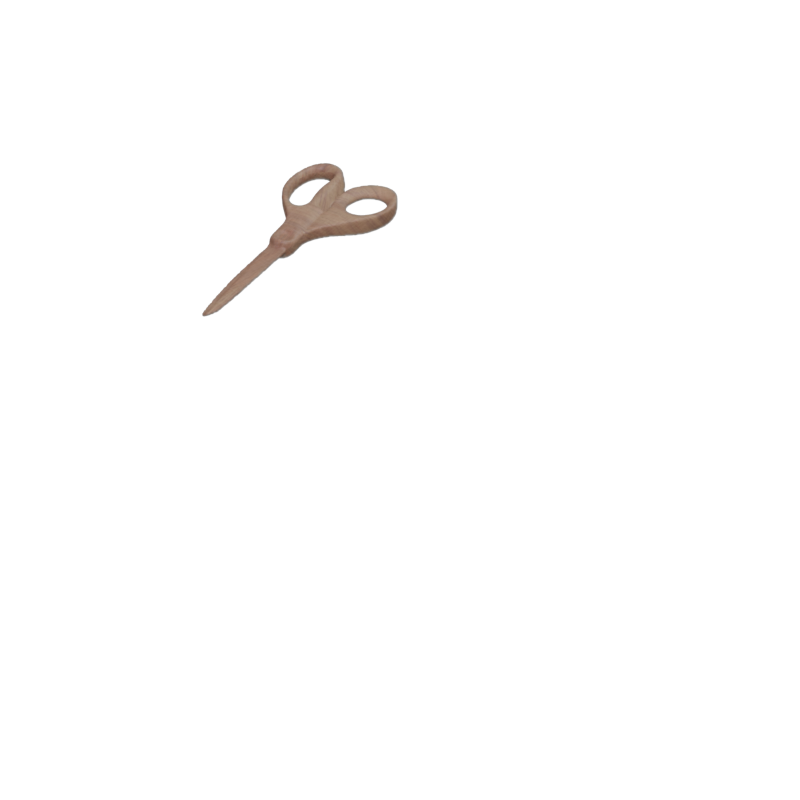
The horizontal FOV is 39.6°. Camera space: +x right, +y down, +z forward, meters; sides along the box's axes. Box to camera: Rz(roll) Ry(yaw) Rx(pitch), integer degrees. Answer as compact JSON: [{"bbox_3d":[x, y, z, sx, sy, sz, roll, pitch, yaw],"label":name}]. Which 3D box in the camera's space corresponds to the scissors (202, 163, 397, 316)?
[{"bbox_3d":[-0.061,-0.111,0.779,0.098,0.015,0.212,7,39,9],"label":"scissors"}]
